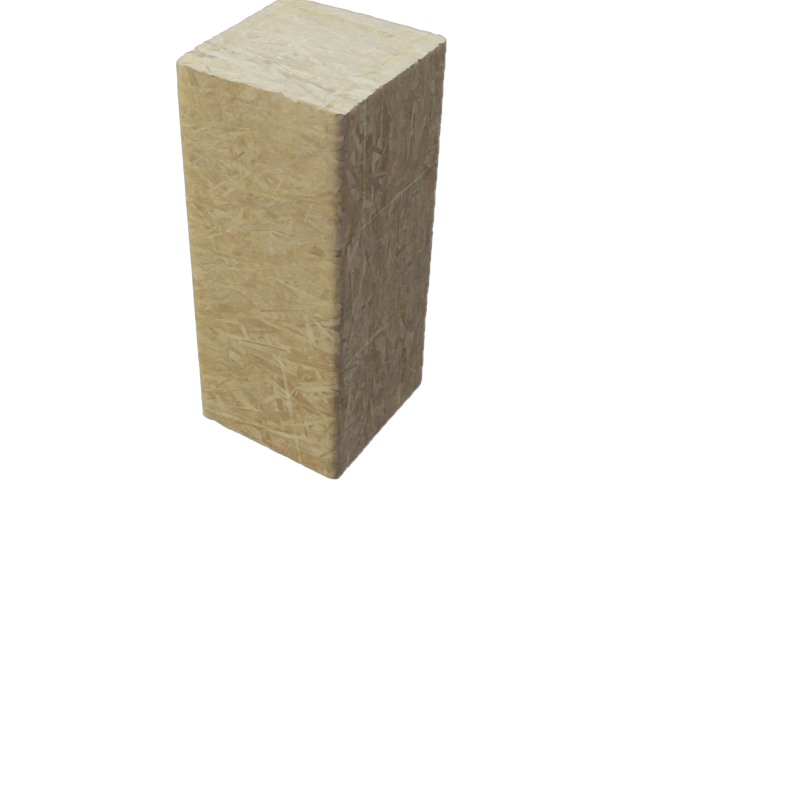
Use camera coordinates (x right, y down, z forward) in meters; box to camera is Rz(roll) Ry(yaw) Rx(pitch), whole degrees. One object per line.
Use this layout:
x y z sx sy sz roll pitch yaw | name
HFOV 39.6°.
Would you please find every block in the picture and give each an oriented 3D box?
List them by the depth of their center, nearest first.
-0.043 -0.078 0.542 0.094 0.193 0.093 22 43 23 | block
